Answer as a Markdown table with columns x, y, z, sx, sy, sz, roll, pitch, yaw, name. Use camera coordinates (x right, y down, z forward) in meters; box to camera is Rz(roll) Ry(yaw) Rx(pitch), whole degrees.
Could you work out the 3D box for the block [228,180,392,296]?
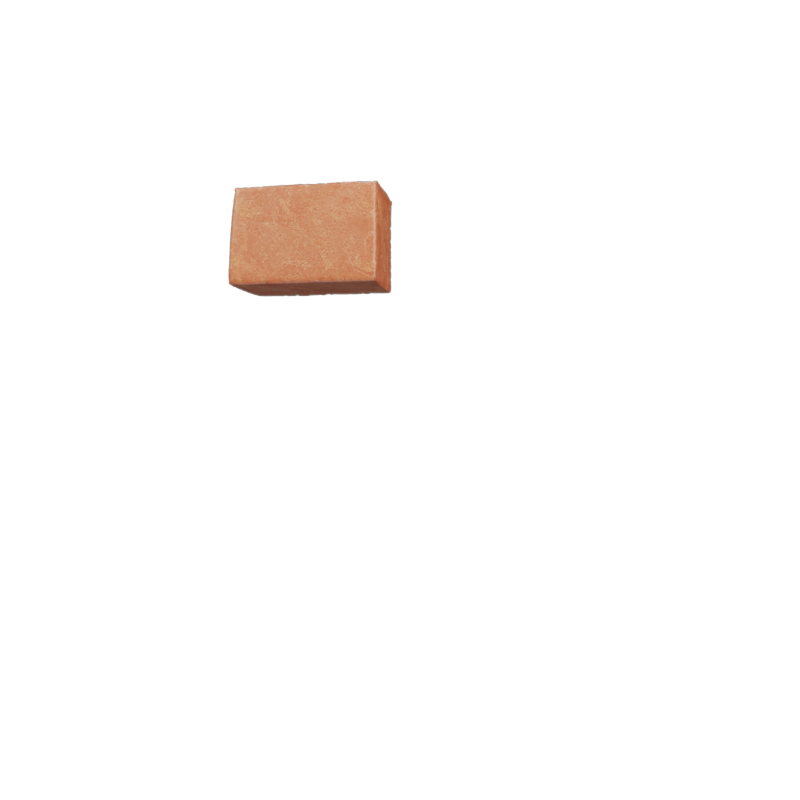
| x | y | z | sx | sy | sz | roll | pitch | yaw | name |
| --- | --- | --- | --- | --- | --- | --- | --- | --- | --- |
| -0.046 | -0.084 | 0.585 | 0.079 | 0.052 | 0.051 | -1 | -6 | 11 | block |
